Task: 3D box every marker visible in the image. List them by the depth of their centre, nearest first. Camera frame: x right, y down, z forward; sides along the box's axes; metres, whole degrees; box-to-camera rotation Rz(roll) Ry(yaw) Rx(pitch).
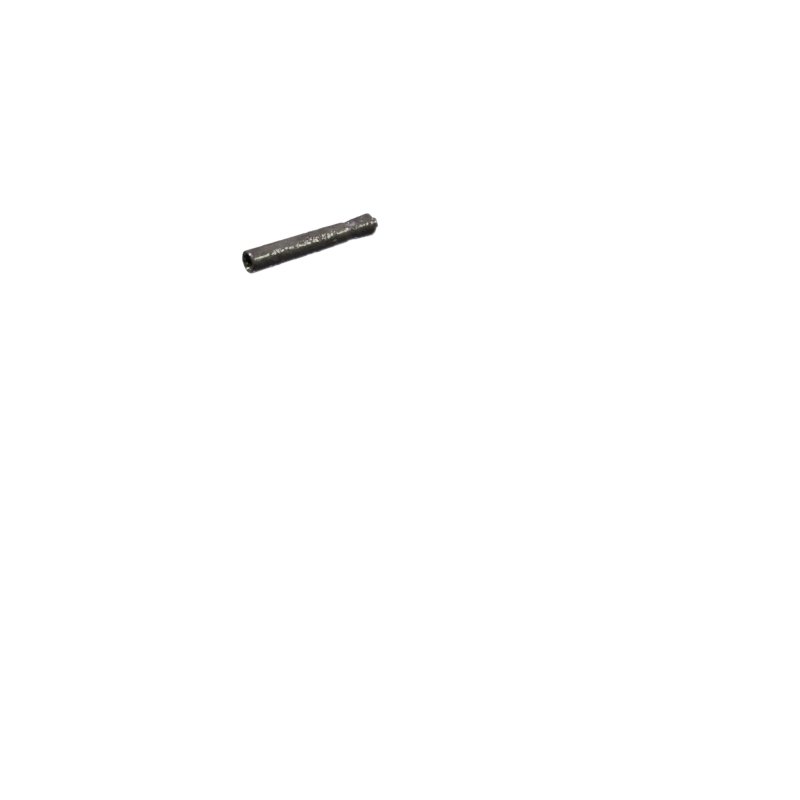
[{"bbox_3d":[-0.069,-0.126,0.885,0.120,0.019,0.020,-22,15,-28],"label":"marker"}]
